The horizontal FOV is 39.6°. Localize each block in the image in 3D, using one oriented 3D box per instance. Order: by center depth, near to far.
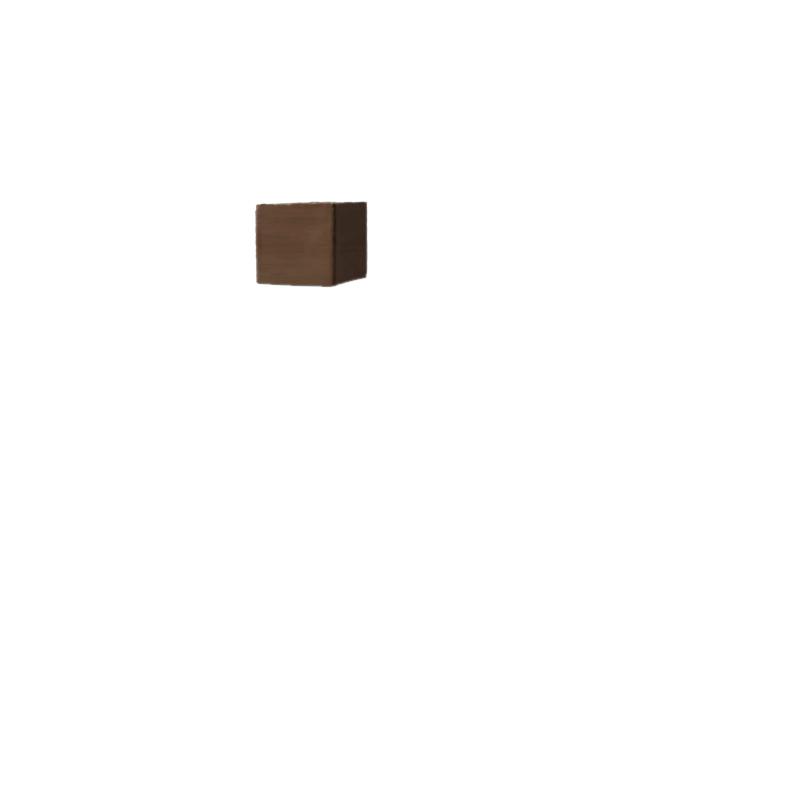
[{"bbox_3d":[-0.056,-0.101,0.711,0.054,0.051,0.077,2,9,14],"label":"block"}]
